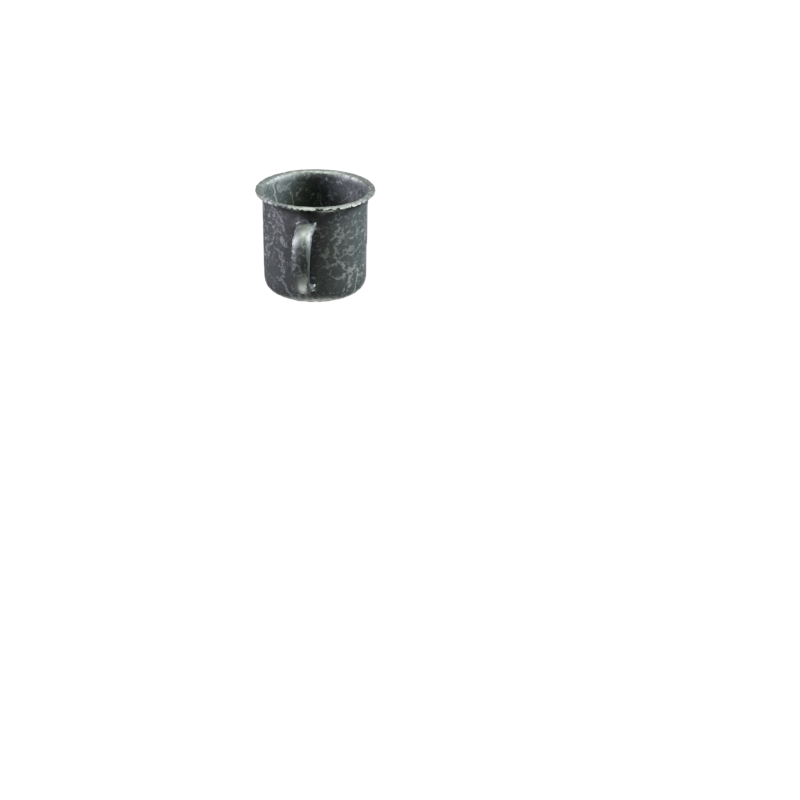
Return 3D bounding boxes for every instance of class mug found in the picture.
[{"bbox_3d":[-0.068,-0.123,0.862,0.094,0.077,0.123,2,27,3],"label":"mug"}]
